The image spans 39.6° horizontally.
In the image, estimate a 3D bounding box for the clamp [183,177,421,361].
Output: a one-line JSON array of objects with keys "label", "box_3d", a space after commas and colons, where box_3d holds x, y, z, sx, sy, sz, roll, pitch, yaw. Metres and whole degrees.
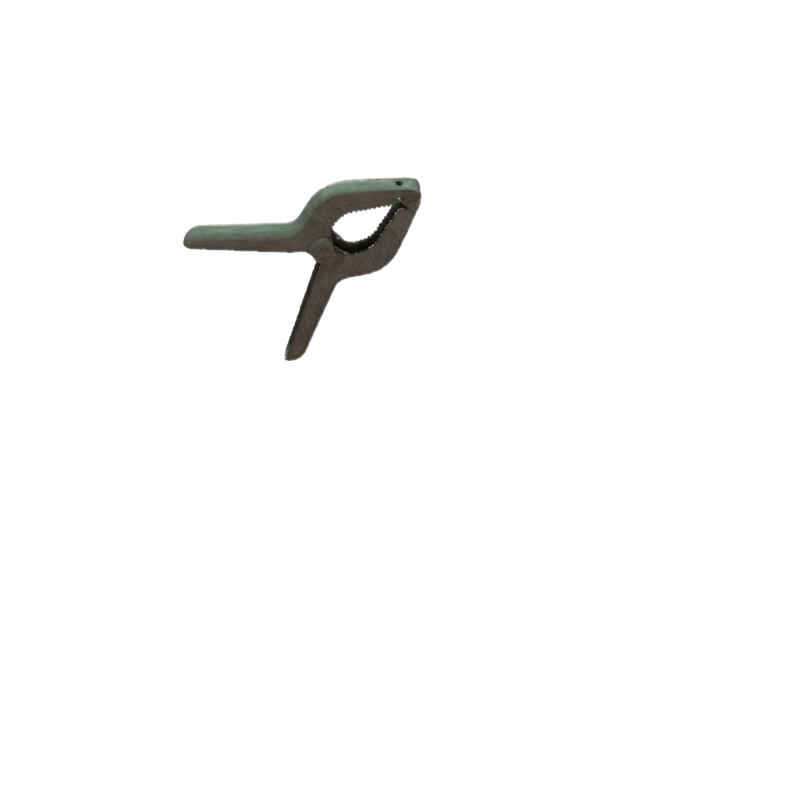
[{"label": "clamp", "box_3d": [-0.077, -0.141, 0.989, 0.208, 0.156, 0.039, -37, 25, 20]}]
